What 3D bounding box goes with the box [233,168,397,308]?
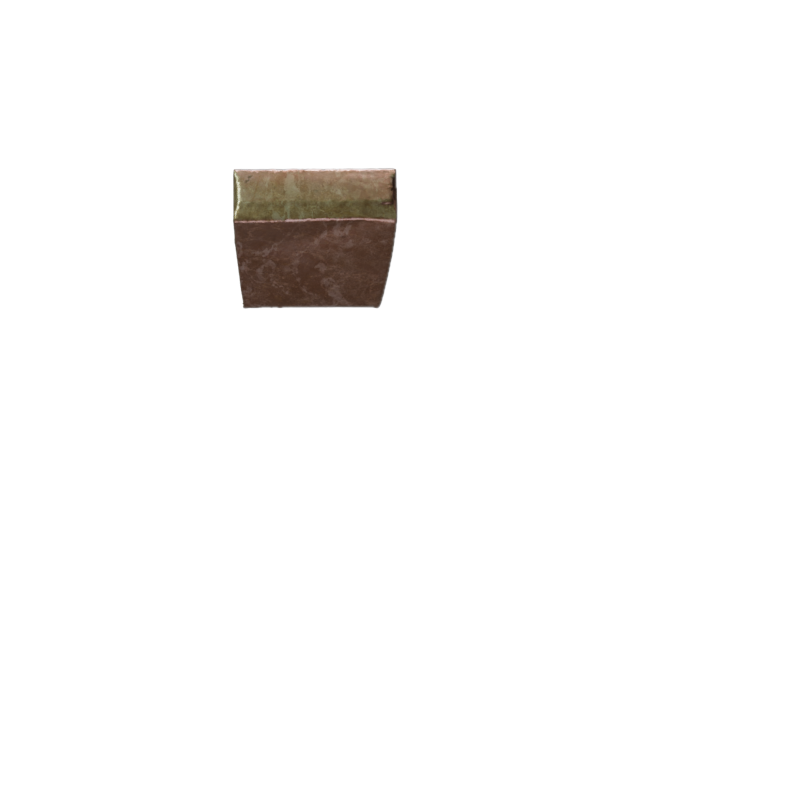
[{"bbox_3d":[-0.050,-0.092,0.643,0.089,0.041,0.107,1,-25,-3],"label":"box"}]
